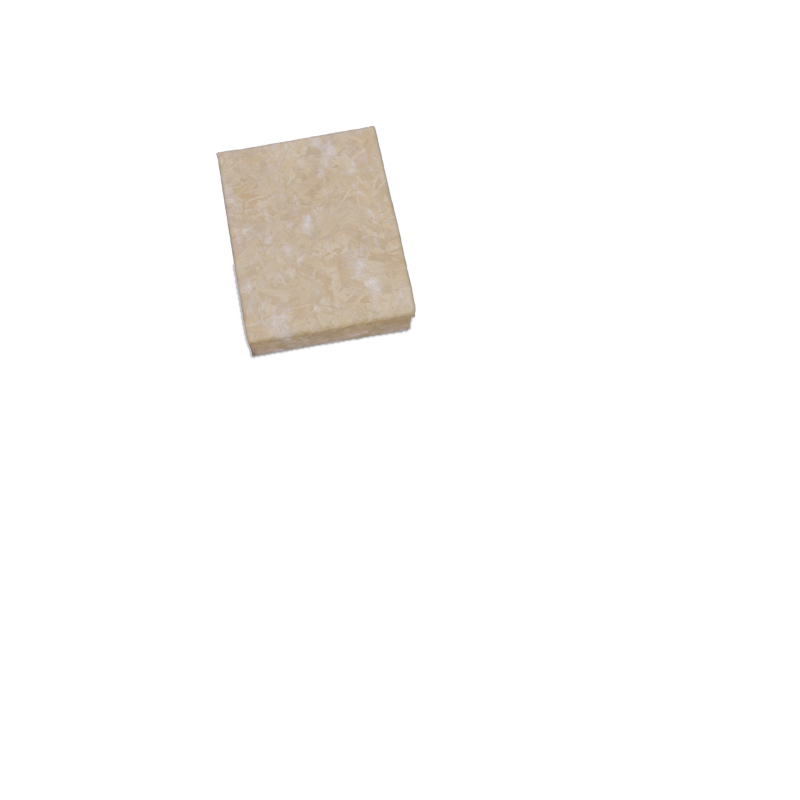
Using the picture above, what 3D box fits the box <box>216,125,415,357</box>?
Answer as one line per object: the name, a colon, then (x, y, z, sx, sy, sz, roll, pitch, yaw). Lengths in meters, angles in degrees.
box: (-0.047, -0.086, 0.605, 0.089, 0.119, 0.037, -10, -20, -4)
